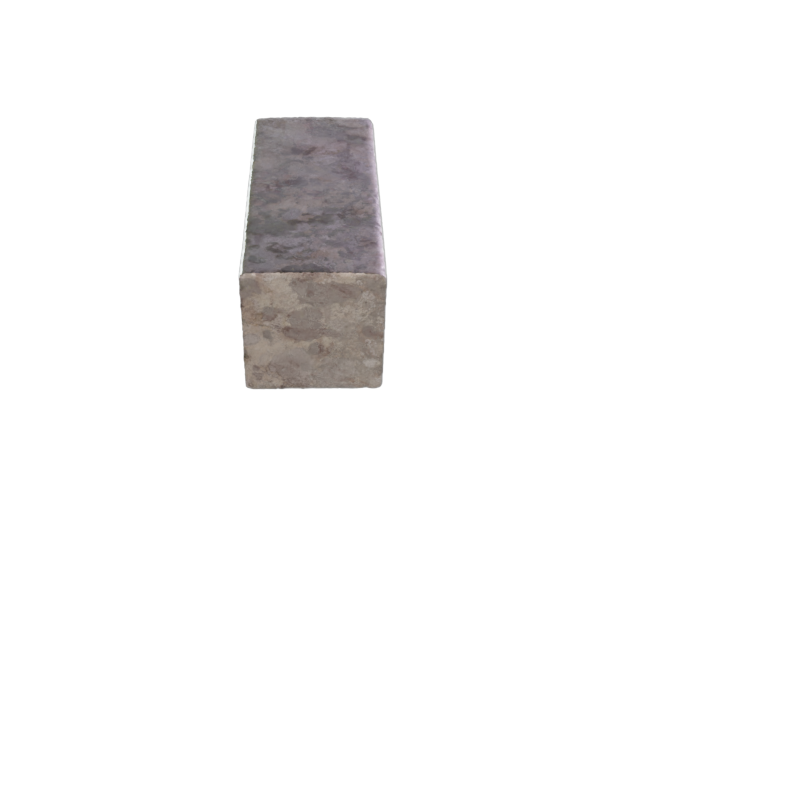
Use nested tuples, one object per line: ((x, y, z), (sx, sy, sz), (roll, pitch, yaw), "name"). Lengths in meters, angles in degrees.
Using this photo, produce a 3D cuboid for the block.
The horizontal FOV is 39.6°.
((-0.059, -0.109, 0.765), (0.090, 0.085, 0.221), (-1, 38, -3), "block")
